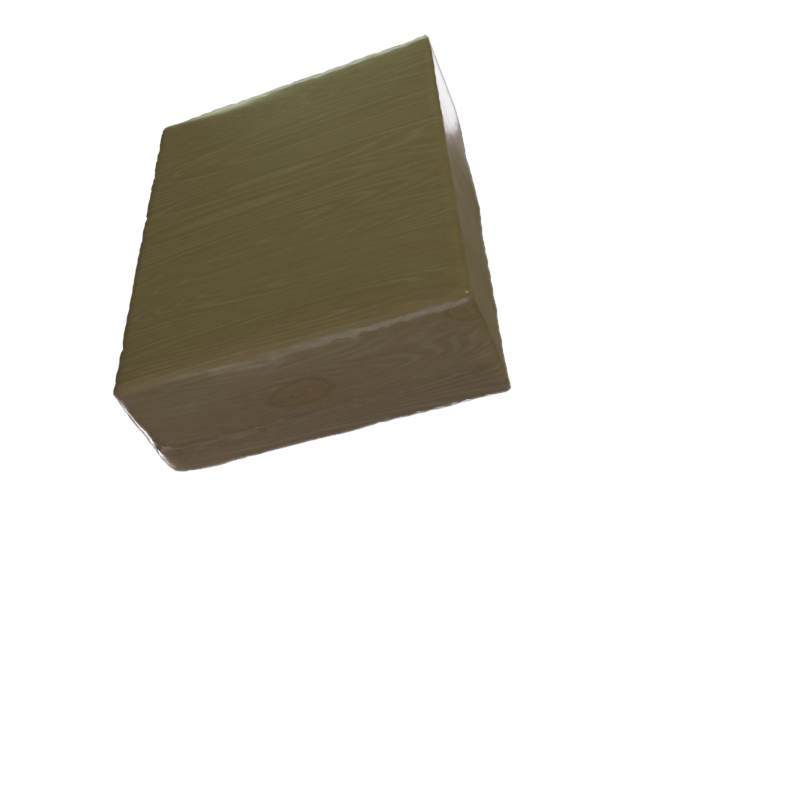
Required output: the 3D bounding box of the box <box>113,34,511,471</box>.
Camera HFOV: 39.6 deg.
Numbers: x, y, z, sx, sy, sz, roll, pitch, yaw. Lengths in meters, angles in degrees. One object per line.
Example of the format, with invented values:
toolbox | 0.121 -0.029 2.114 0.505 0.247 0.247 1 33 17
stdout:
box | -0.044 -0.080 0.558 0.165 0.229 0.066 -16 -48 12
